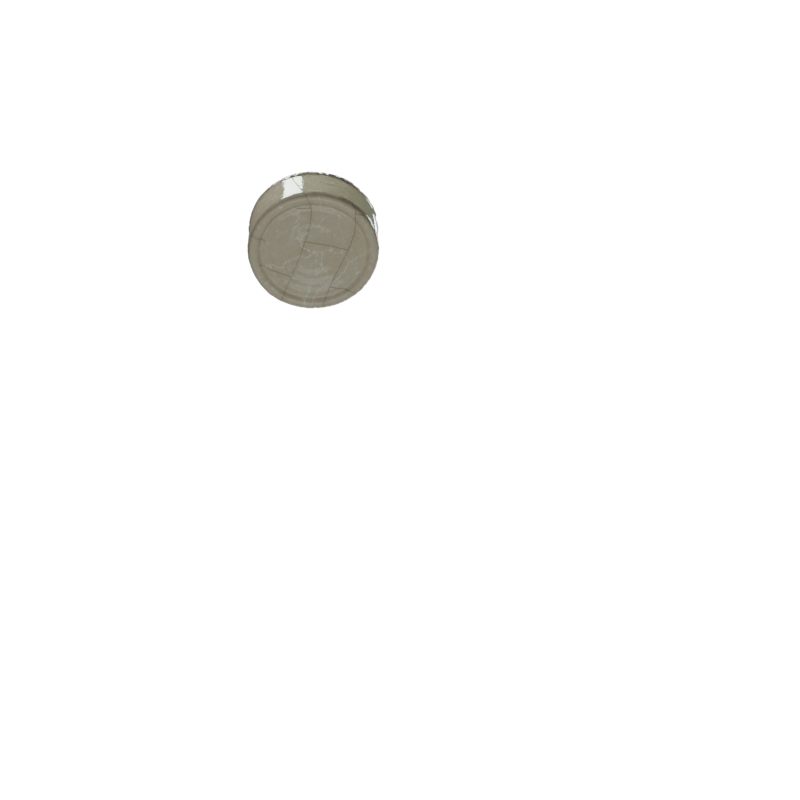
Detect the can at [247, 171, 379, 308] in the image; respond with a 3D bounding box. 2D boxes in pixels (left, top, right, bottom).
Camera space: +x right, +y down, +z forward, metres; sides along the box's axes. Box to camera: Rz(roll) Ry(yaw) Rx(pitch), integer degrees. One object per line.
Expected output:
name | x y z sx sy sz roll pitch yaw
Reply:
can | -0.056 -0.103 0.721 0.086 0.081 0.036 1 31 -1
